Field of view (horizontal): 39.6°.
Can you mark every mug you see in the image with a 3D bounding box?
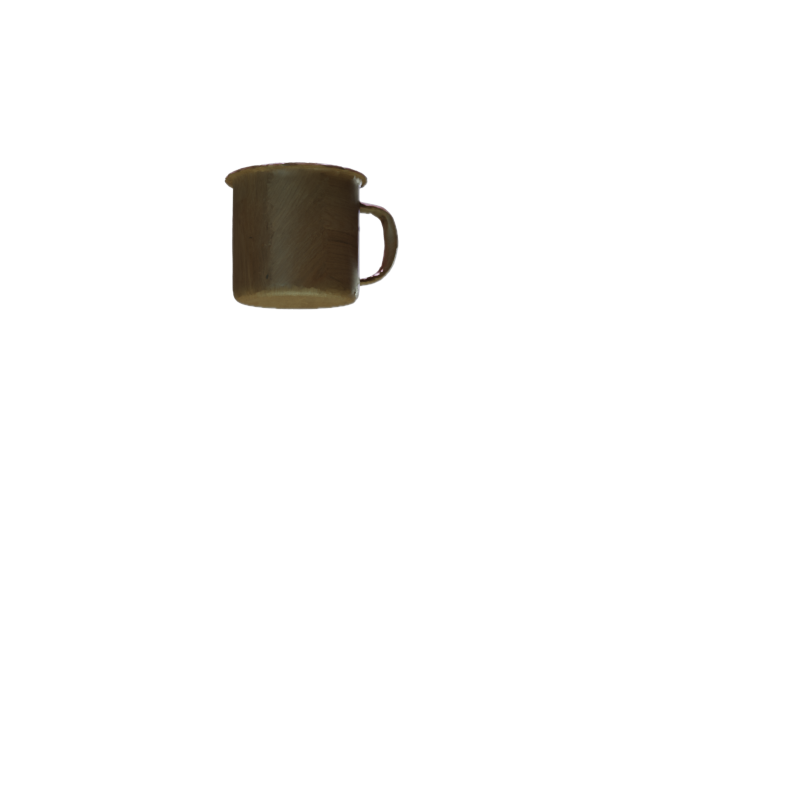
[{"bbox_3d":[-0.056,-0.103,0.718,0.113,0.083,0.094,2,-6,-24],"label":"mug"}]
